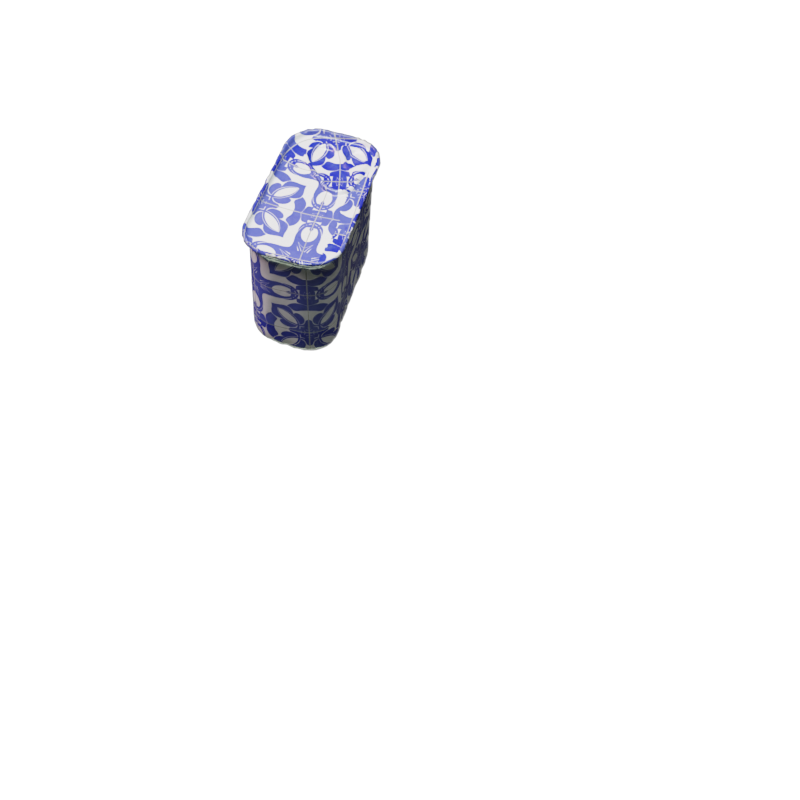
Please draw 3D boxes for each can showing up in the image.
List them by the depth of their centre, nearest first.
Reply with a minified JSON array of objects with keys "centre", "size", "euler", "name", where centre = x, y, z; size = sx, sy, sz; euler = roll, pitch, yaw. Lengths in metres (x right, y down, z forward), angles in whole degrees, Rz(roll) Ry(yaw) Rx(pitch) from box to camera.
[{"centre":[-0.051,-0.092,0.646],"size":[0.059,0.107,0.078],"euler":[14,-36,8],"name":"can"}]
